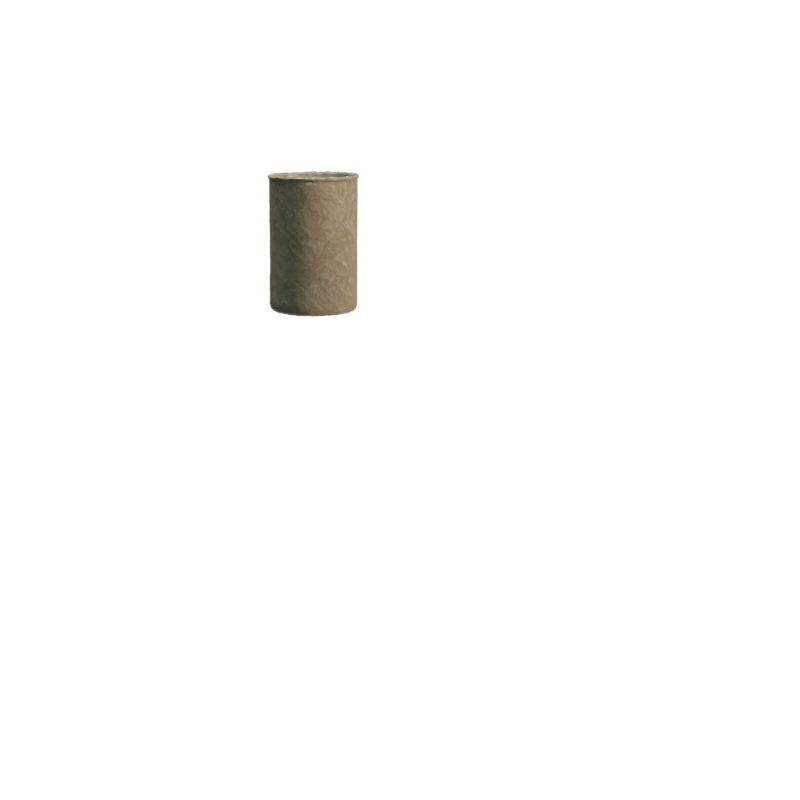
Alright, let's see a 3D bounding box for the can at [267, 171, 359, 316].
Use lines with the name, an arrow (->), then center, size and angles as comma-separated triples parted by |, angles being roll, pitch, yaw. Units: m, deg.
can -> -0.065, -0.119, 0.834 | 0.068, 0.100, 0.070 | 0, 10, -2
